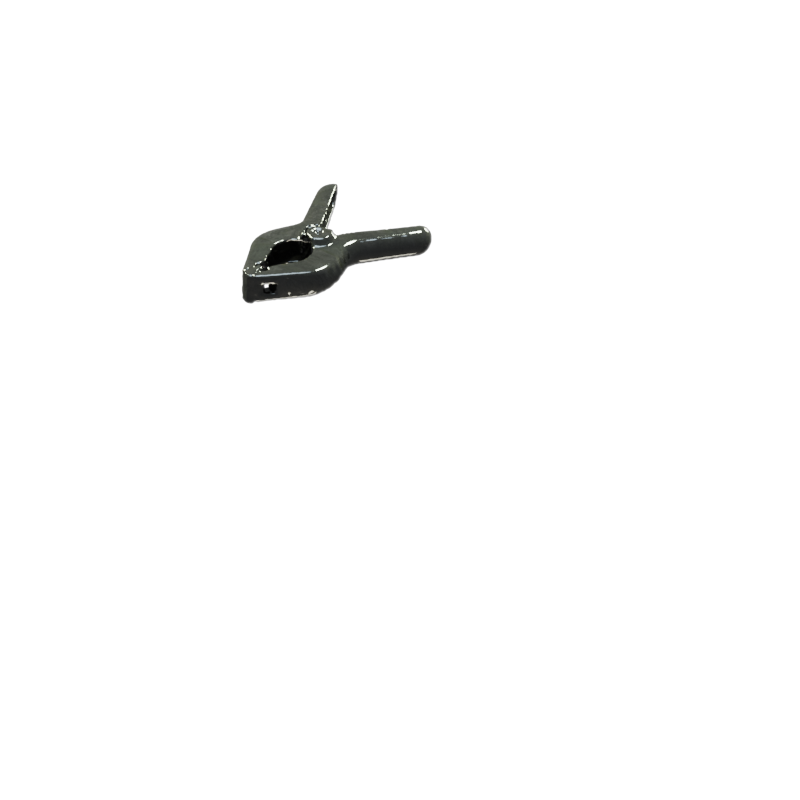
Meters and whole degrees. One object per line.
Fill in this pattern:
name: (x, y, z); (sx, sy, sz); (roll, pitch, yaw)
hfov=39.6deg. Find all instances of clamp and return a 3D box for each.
clamp: (-0.072, -0.132, 0.924); (0.170, 0.037, 0.129); (-24, 39, -33)
